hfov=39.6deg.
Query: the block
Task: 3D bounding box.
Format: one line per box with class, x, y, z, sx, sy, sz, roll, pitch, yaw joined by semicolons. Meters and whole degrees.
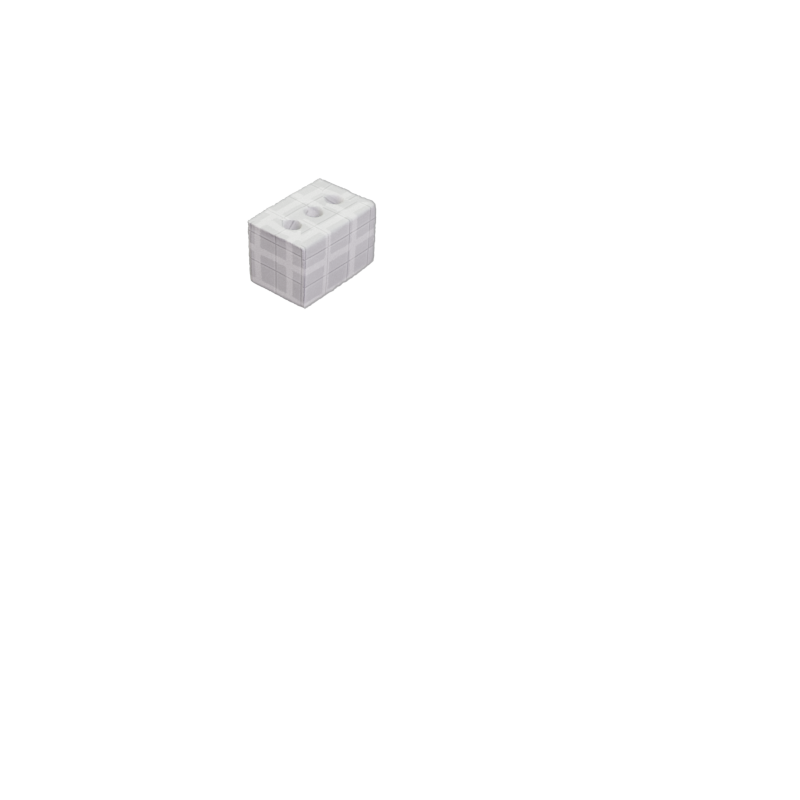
block;-0.060;-0.109;0.765;0.056;0.048;0.079;26;45;28
